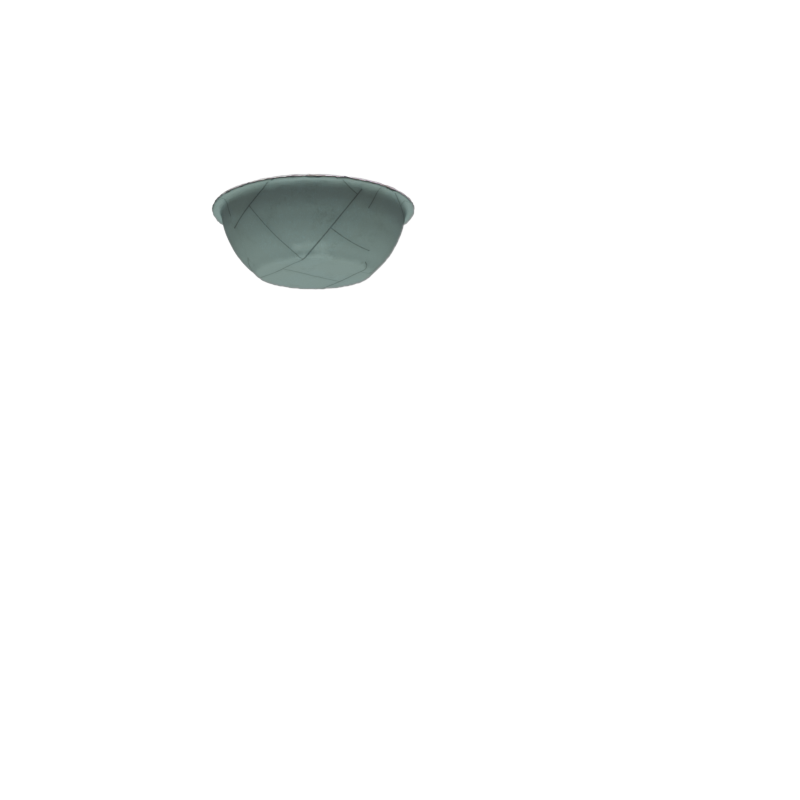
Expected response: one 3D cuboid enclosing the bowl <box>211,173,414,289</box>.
[{"bbox_3d":[-0.069,-0.126,0.879,0.162,0.057,0.157,0,-11,-2],"label":"bowl"}]
